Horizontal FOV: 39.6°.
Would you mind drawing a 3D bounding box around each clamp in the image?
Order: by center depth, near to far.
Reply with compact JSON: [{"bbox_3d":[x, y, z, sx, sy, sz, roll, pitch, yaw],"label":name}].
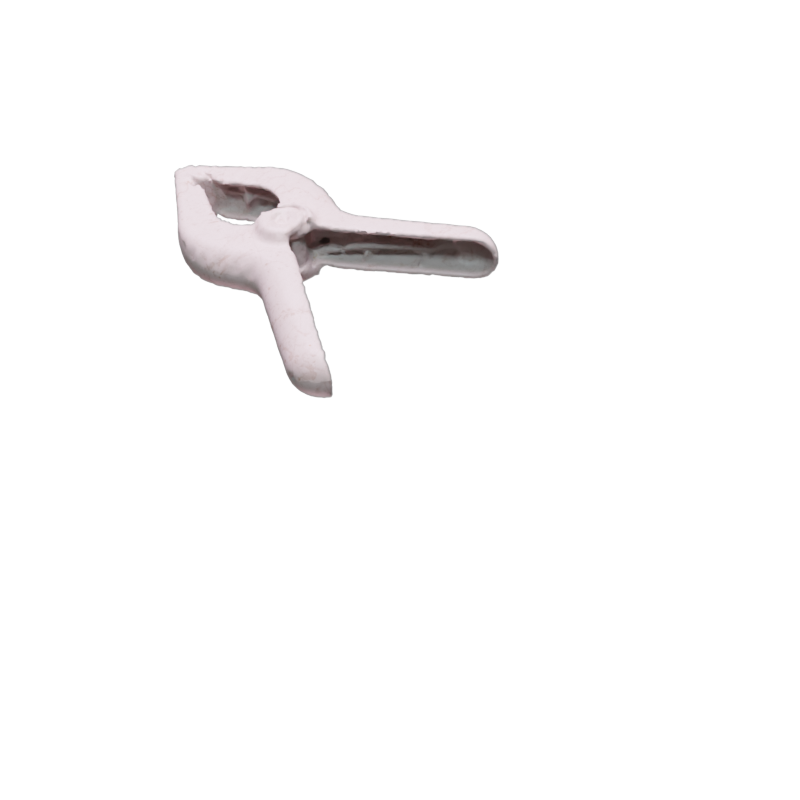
[{"bbox_3d":[-0.042,-0.076,0.533,0.119,0.037,0.185,-25,47,-27],"label":"clamp"}]
